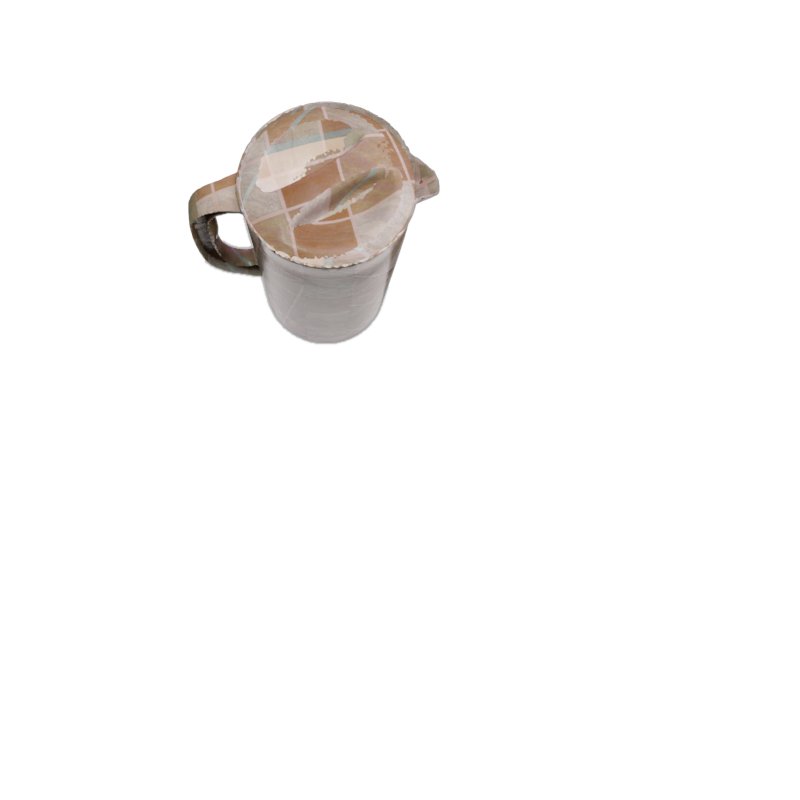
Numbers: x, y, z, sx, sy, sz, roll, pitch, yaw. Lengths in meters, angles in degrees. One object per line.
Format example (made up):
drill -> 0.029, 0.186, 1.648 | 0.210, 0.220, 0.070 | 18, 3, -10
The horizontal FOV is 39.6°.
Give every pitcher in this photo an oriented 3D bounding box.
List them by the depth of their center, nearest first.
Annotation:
pitcher -> -0.071, -0.130, 0.908 | 0.153, 0.147, 0.233 | 37, -15, 8
